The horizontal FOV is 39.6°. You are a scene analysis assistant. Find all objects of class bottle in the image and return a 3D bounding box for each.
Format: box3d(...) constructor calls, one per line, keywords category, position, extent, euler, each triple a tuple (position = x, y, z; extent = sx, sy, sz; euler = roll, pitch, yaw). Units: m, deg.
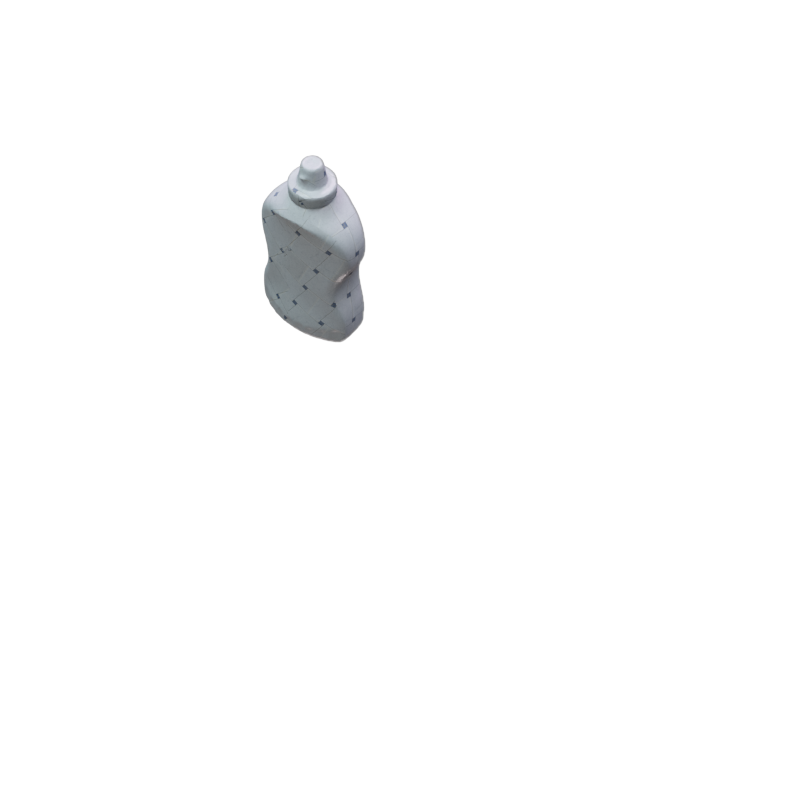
box3d(category="bottle", position=(-0.075, -0.136, 0.952), extent=(0.101, 0.179, 0.059), euler=(35, 58, 21))
